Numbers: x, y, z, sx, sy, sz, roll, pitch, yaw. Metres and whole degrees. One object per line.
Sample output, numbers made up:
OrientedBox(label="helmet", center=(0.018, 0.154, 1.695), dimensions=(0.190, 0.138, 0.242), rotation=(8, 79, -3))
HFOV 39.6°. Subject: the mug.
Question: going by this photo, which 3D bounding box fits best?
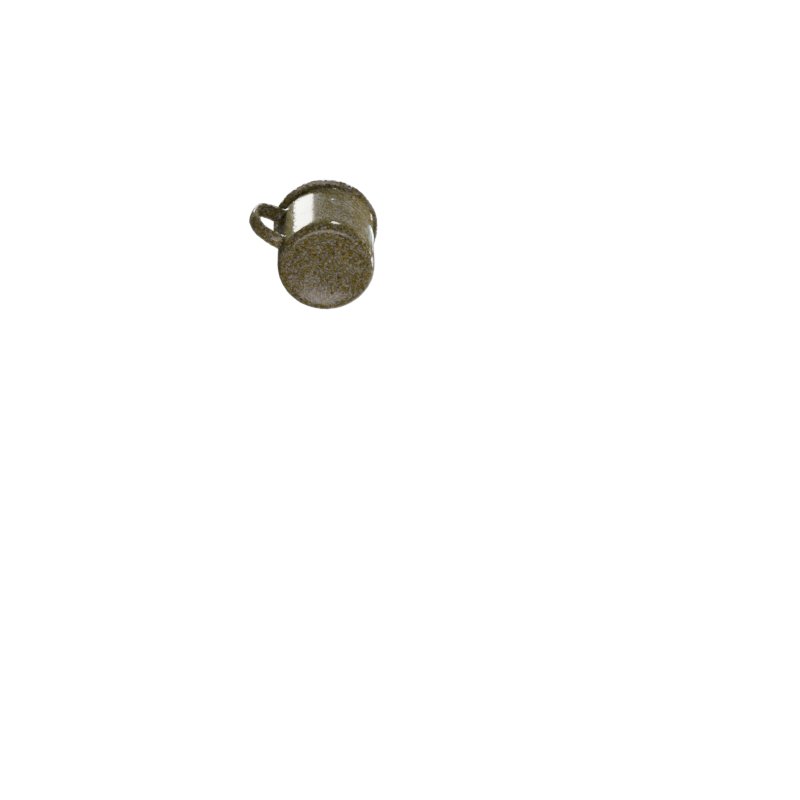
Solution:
OrientedBox(label="mug", center=(-0.074, -0.136, 0.950), dimensions=(0.114, 0.090, 0.087), rotation=(24, 26, -15))
